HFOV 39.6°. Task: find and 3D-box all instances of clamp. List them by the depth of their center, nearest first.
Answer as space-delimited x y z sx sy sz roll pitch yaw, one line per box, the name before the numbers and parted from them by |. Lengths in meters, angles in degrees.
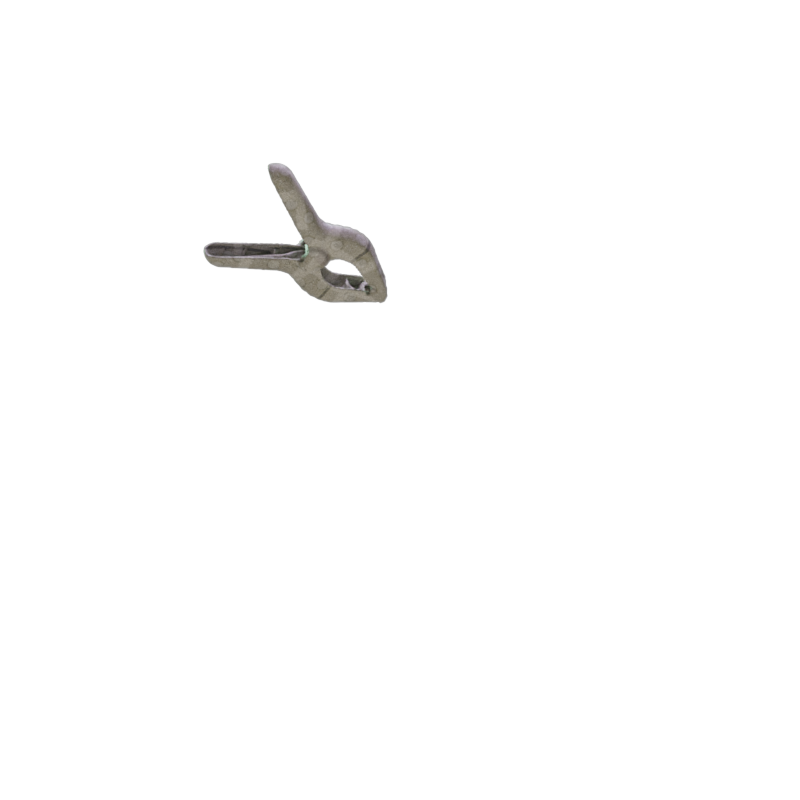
clamp | -0.078 -0.143 0.998 0.165 0.042 0.116 19 -47 -19
